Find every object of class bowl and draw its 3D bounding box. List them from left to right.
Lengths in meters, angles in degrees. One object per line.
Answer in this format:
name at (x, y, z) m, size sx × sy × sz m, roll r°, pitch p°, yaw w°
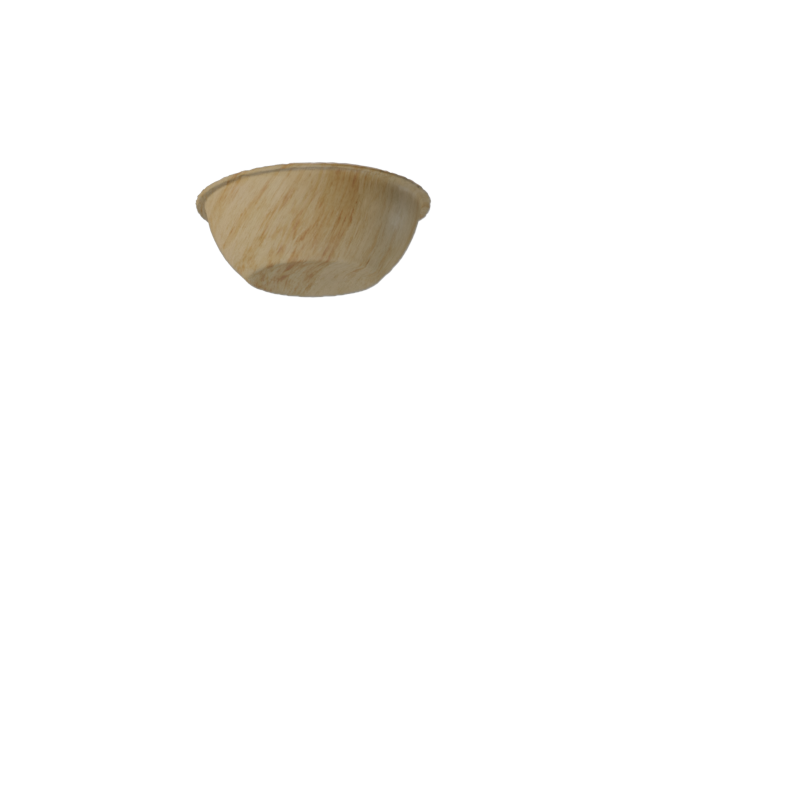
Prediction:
bowl at (-0.059, -0.108, 0.756) m, size 0.162 × 0.057 × 0.157 m, roll 0°, pitch -11°, yaw -2°
